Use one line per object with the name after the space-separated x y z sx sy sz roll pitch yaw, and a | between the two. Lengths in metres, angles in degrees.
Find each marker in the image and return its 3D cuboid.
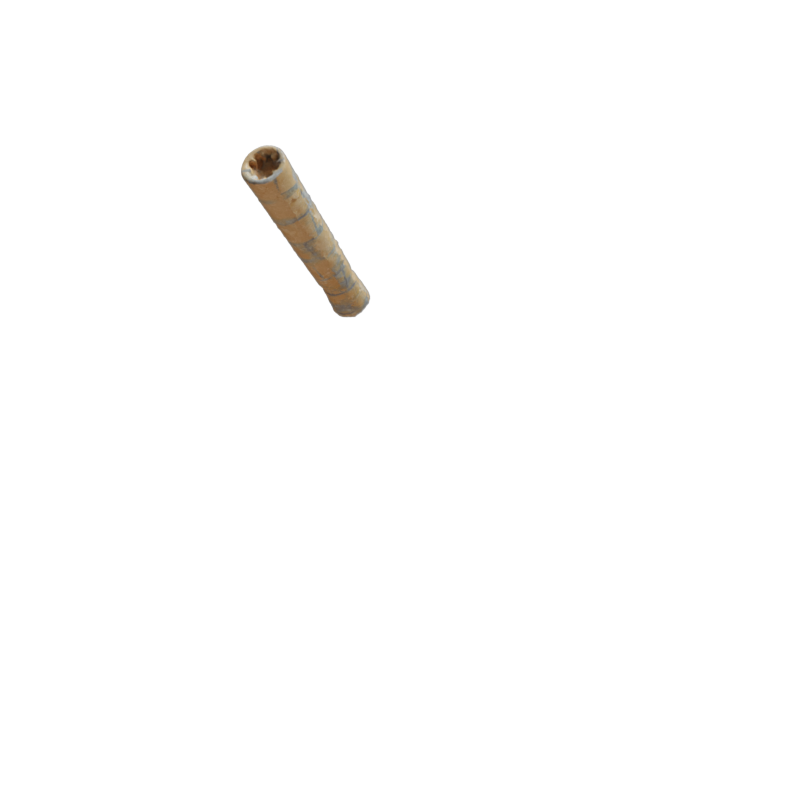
-0.037 -0.068 0.477 0.020 0.021 0.112 2 -24 19 | marker
